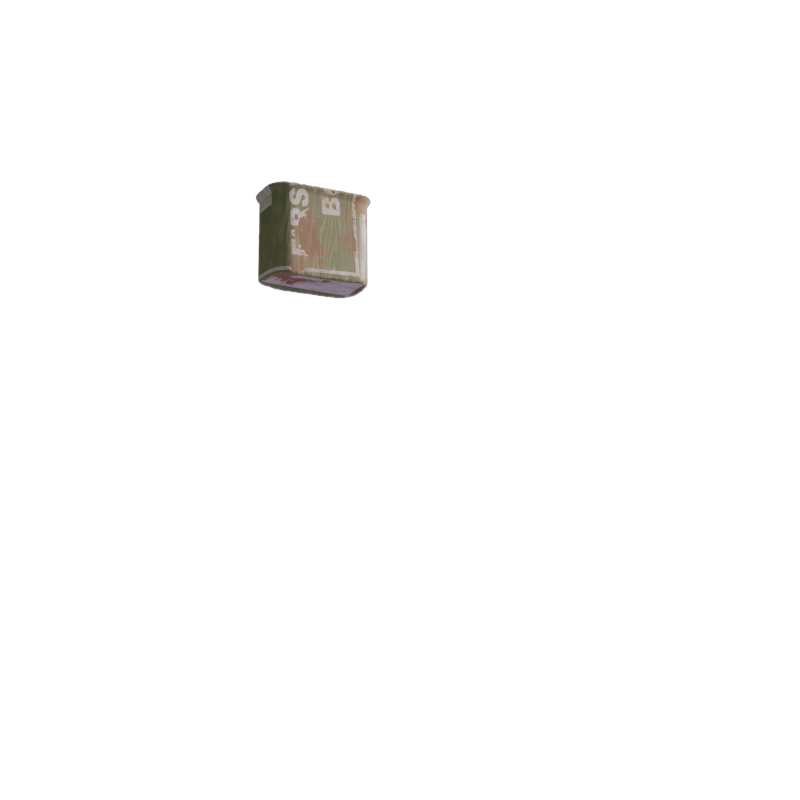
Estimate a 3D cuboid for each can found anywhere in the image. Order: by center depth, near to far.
[{"bbox_3d":[-0.078,-0.142,0.992,0.098,0.087,0.057,7,-18,-26],"label":"can"}]
